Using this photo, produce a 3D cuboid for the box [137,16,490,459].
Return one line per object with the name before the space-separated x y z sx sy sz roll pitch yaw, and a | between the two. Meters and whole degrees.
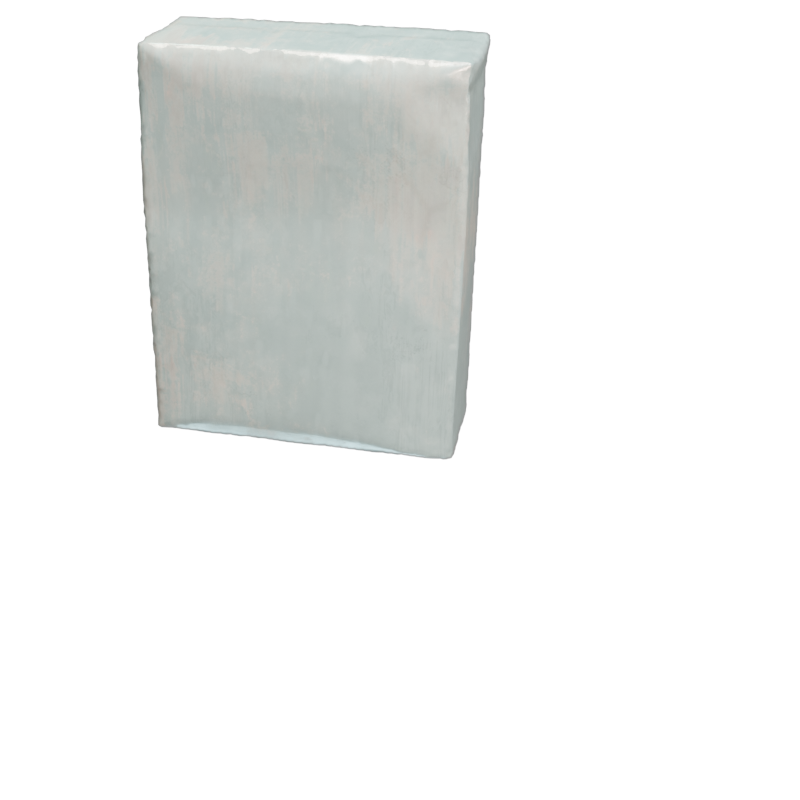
box | -0.045 -0.082 0.571 0.167 0.203 0.074 7 25 11
